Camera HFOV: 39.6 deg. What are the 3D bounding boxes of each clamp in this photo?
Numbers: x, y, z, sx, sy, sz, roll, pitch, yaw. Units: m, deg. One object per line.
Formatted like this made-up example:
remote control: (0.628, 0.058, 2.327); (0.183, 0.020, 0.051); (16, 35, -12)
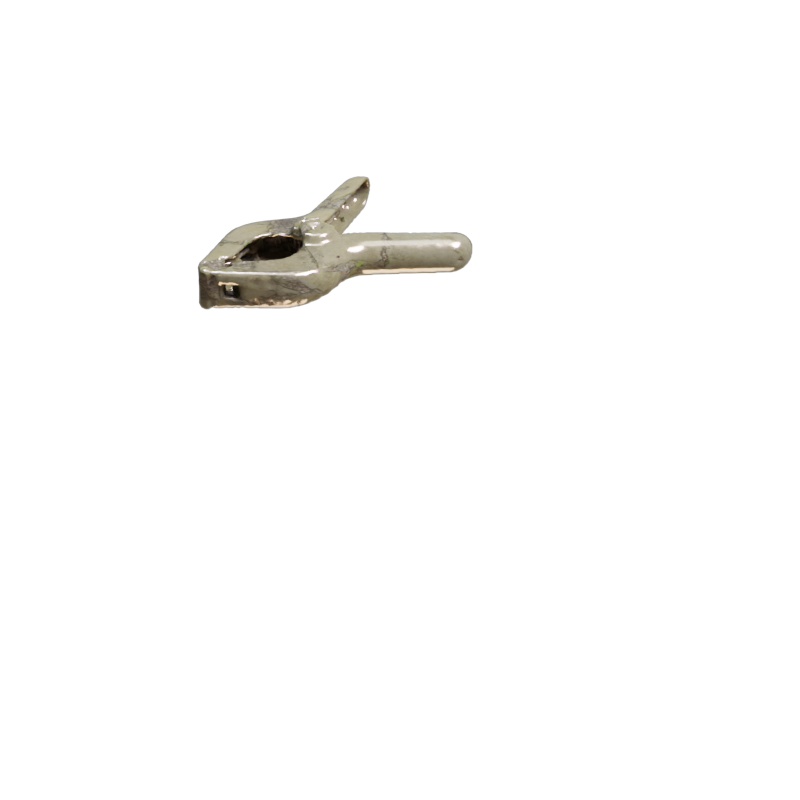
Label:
clamp: (-0.055, -0.100, 0.701); (0.168, 0.037, 0.129); (-14, 31, -24)
